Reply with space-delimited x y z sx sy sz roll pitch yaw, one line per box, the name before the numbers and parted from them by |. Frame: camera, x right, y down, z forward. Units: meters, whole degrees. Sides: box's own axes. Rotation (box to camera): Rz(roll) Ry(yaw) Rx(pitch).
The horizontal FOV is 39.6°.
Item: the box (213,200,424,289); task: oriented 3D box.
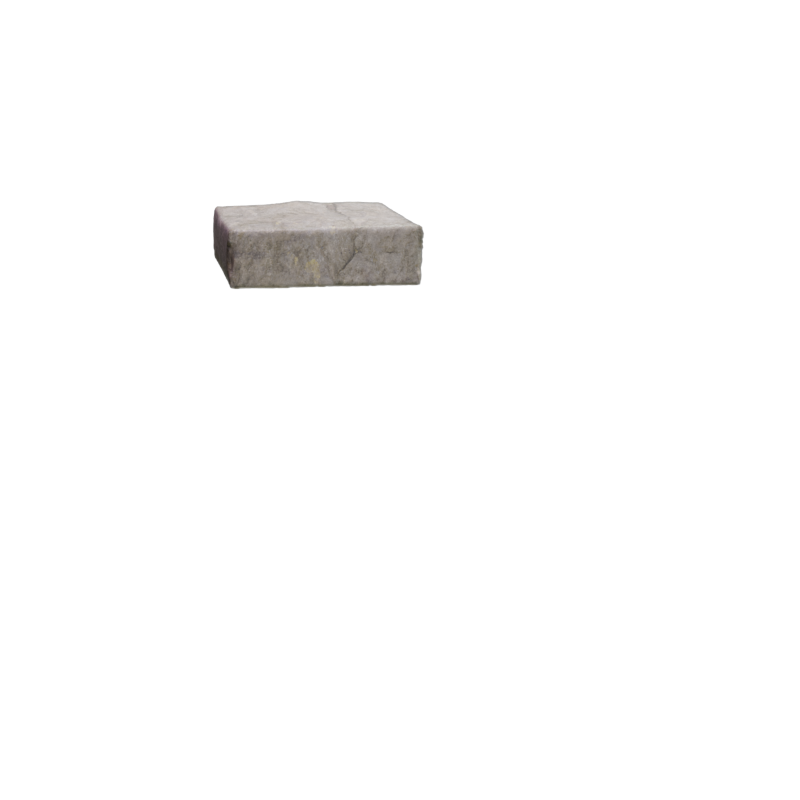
box | -0.041 -0.075 0.523 0.088 0.029 0.077 -3 17 -11
